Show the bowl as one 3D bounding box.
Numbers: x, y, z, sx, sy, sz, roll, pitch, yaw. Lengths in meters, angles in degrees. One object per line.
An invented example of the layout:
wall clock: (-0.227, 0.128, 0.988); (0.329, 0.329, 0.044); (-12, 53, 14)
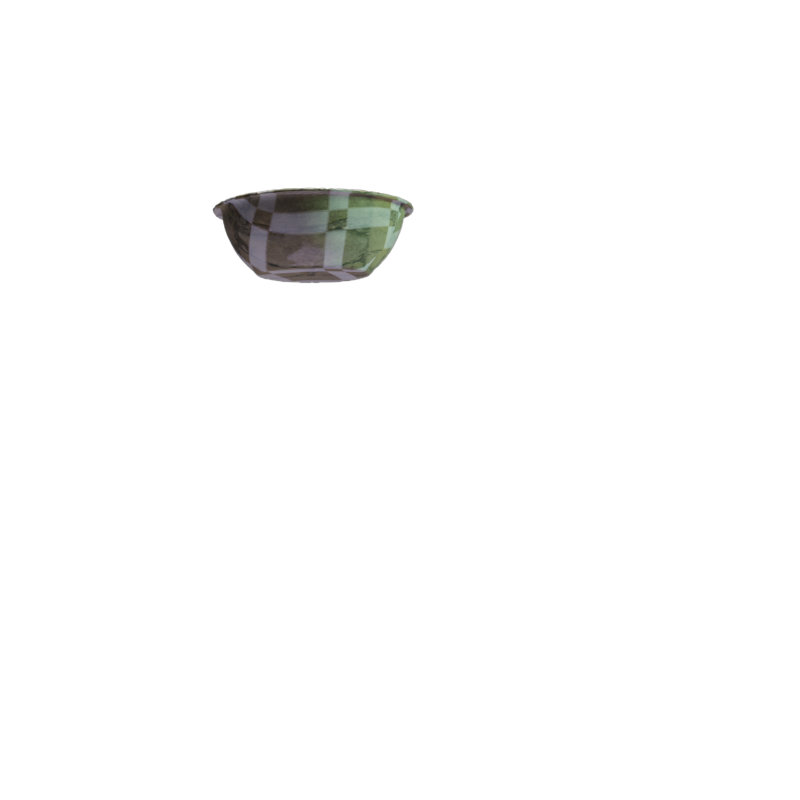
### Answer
bowl: (-0.070, -0.127, 0.889); (0.162, 0.056, 0.160); (0, -3, -2)
